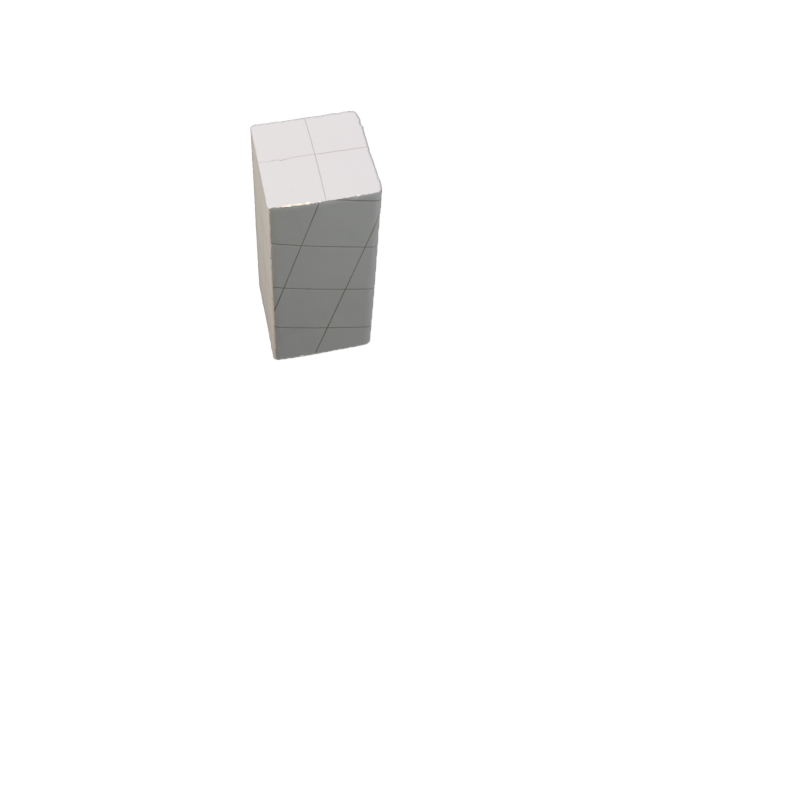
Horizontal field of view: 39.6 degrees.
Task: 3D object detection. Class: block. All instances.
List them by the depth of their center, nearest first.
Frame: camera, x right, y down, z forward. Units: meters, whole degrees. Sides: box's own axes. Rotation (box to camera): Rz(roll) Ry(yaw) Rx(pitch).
[{"bbox_3d":[-0.072,-0.133,0.931,0.089,0.098,0.193,-9,-34,-10],"label":"block"}]
